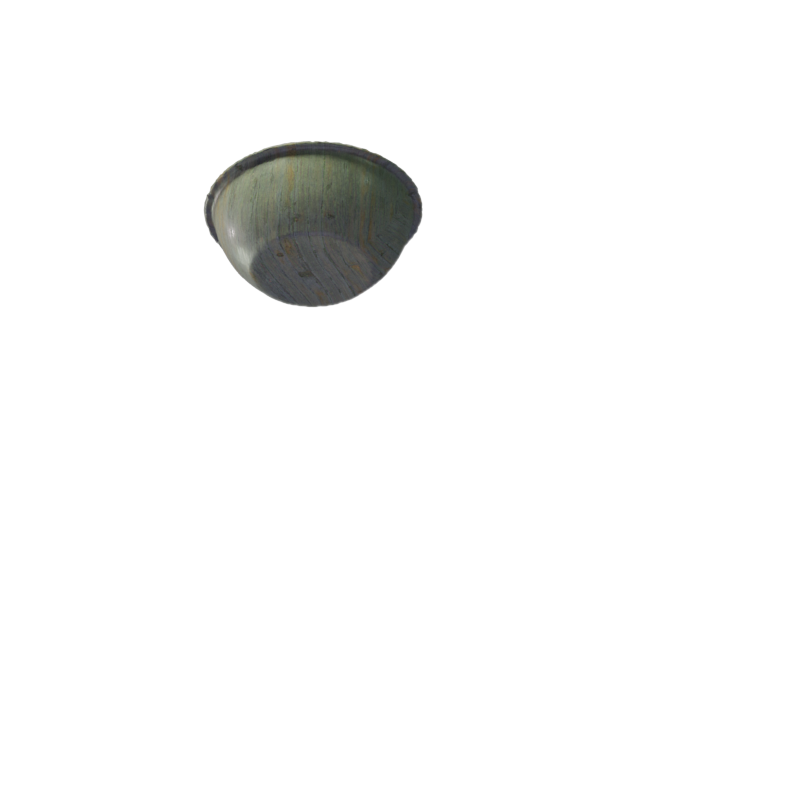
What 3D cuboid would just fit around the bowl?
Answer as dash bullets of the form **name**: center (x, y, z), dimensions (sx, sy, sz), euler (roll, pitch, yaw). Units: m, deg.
- **bowl**: center (-0.063, -0.115, 0.807), dimensions (0.162, 0.059, 0.152), euler (1, -32, -2)
